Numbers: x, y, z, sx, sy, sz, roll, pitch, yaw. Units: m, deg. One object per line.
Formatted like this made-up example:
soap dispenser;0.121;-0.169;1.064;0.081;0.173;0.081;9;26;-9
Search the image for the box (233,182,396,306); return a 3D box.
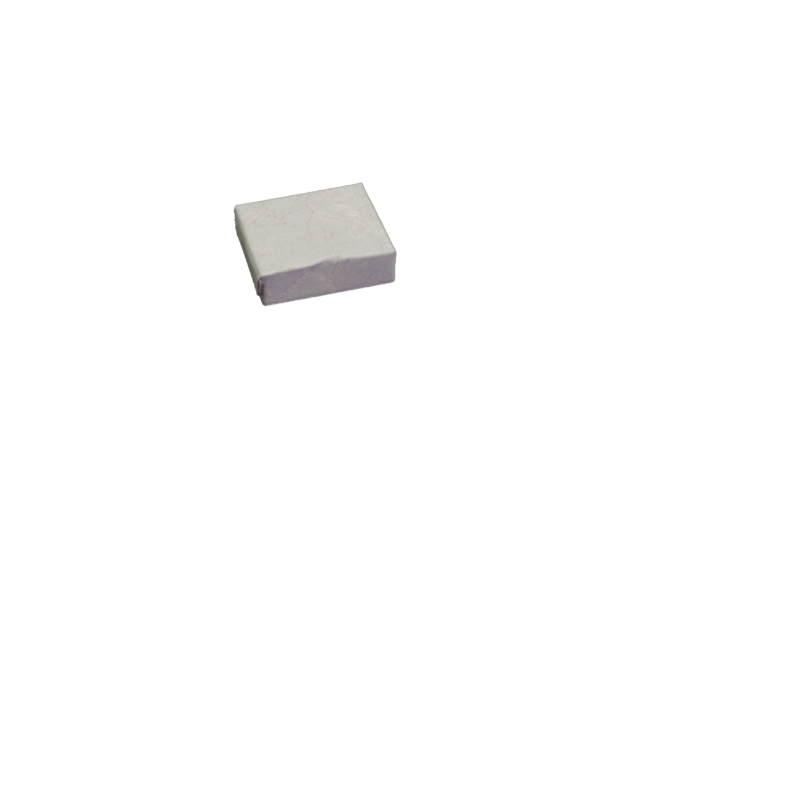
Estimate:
box;-0.055;-0.101;0.705;0.088;0.028;0.079;-12;46;-12
